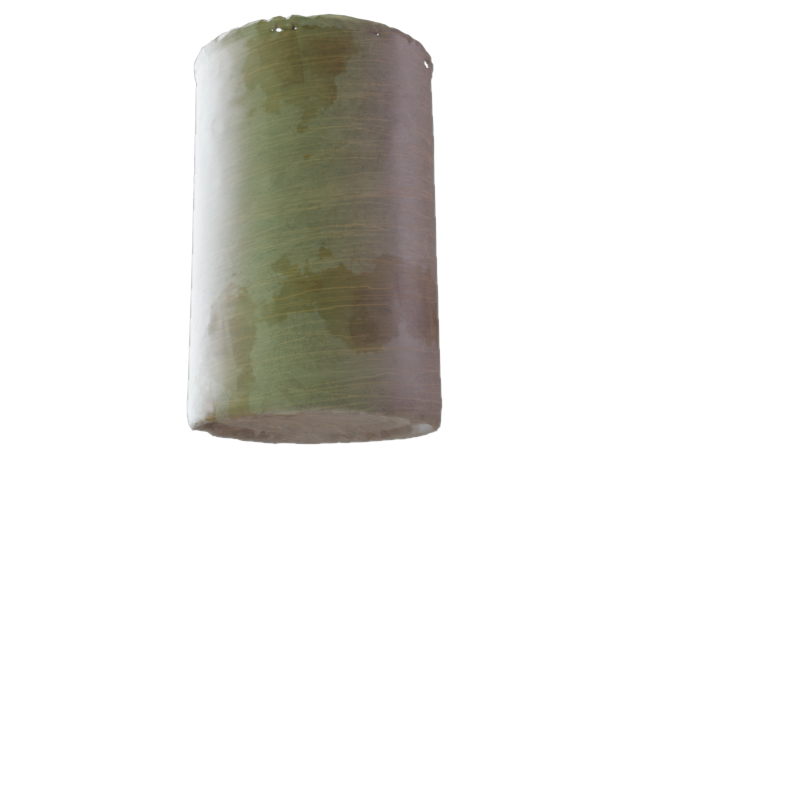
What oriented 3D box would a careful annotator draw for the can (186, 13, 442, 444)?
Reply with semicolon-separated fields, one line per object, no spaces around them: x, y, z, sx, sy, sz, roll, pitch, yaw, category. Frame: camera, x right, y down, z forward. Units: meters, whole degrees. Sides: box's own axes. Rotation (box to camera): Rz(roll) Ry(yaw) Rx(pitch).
-0.024;-0.043;0.301;0.068;0.106;0.066;0;-14;-2;can
